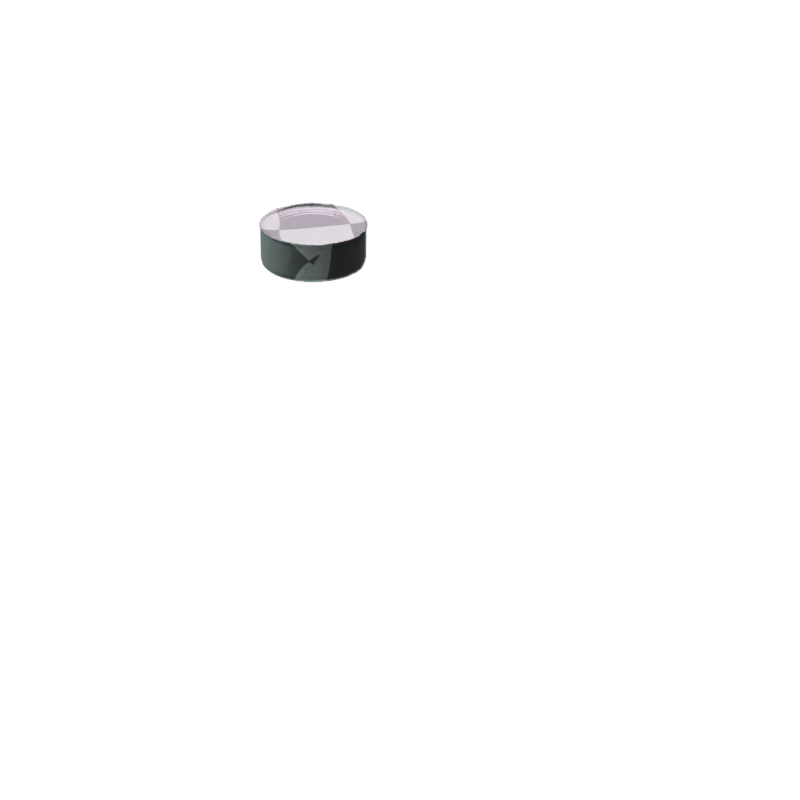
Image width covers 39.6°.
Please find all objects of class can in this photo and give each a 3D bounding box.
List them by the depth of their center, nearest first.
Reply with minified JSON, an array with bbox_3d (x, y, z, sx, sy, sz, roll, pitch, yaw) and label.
[{"bbox_3d":[-0.069,-0.126,0.882,0.086,0.032,0.091,-1,29,-2],"label":"can"}]
